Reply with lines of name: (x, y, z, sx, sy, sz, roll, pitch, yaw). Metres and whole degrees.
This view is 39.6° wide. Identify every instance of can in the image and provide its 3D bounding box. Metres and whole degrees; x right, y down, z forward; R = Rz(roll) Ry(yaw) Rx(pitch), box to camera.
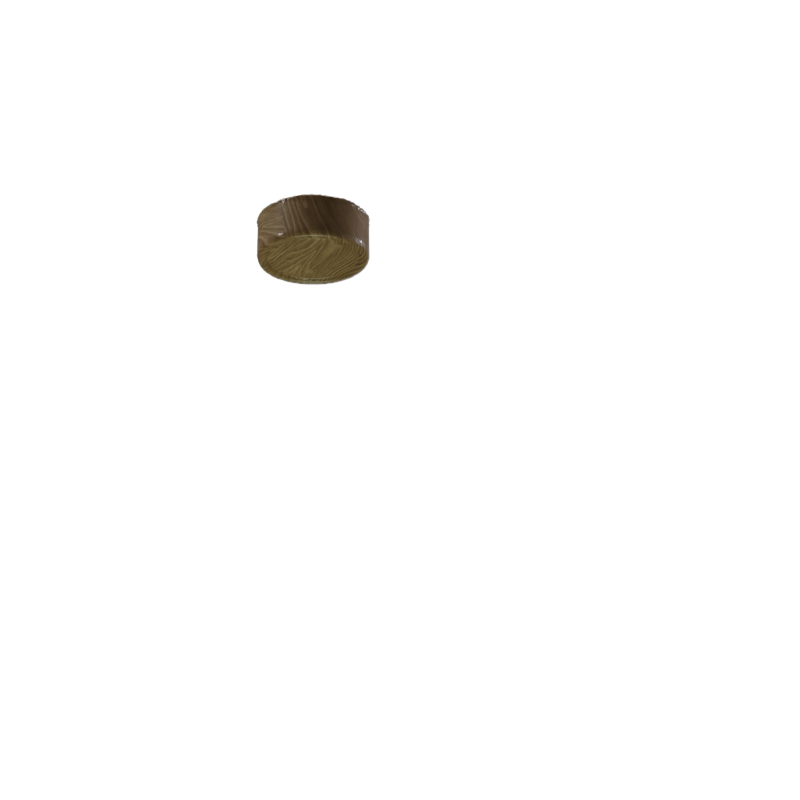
can: (-0.065, -0.119, 0.834, 0.086, 0.035, 0.081, 0, -22, -2)
